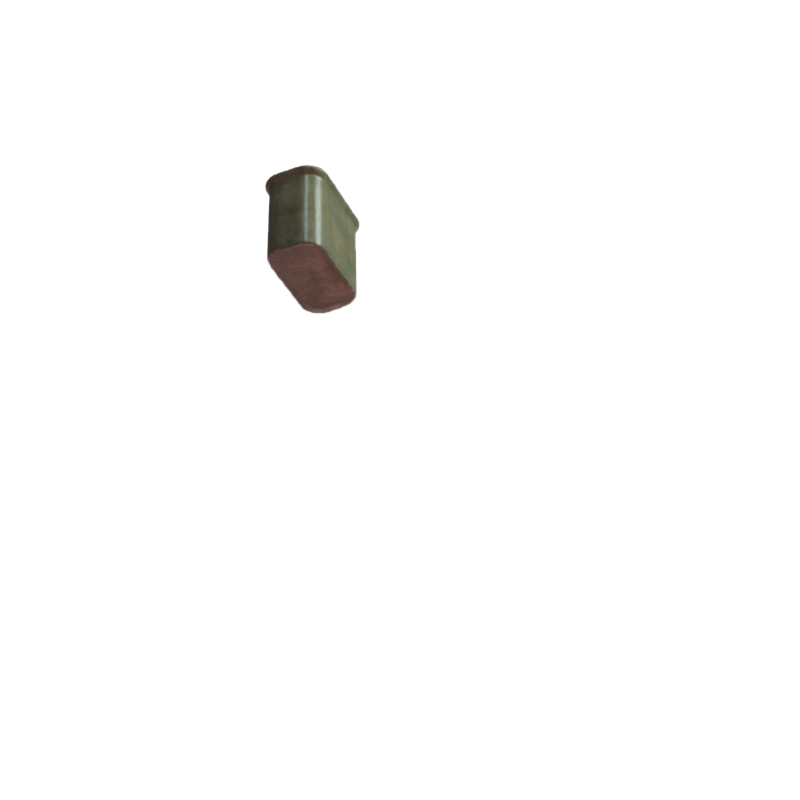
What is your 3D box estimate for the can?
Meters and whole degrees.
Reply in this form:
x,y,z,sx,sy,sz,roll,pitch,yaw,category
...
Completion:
x,y,z,sx,sy,sz,roll,pitch,yaw,category
-0.074,-0.135,0.950,0.058,0.090,0.094,-16,-37,18,can
